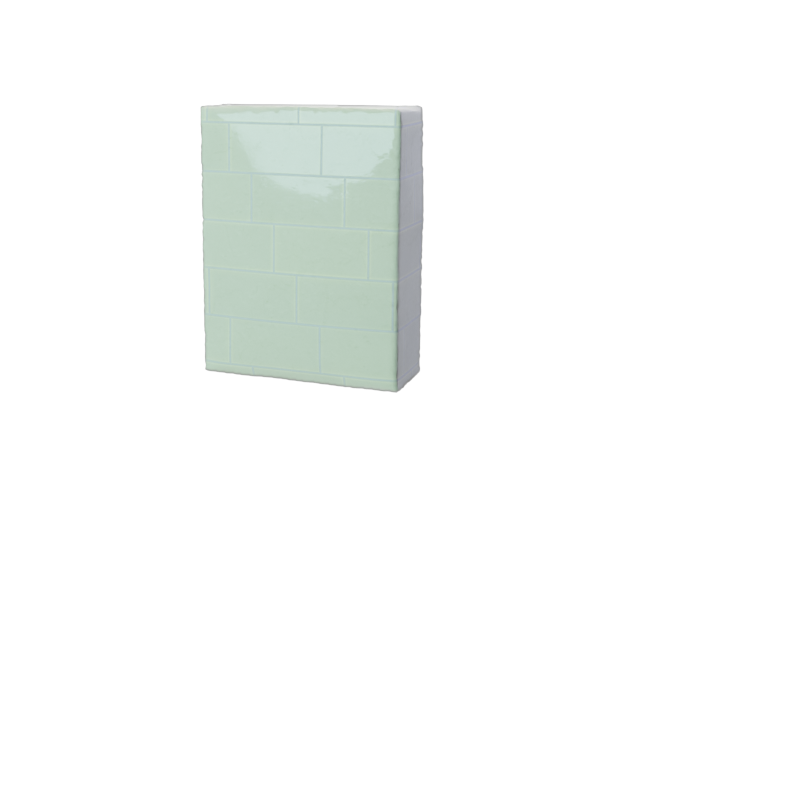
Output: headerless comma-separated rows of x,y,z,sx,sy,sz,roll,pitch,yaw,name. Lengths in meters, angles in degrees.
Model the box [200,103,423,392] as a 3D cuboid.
-0.068,-0.124,0.869,0.169,0.209,0.071,5,11,20,box
